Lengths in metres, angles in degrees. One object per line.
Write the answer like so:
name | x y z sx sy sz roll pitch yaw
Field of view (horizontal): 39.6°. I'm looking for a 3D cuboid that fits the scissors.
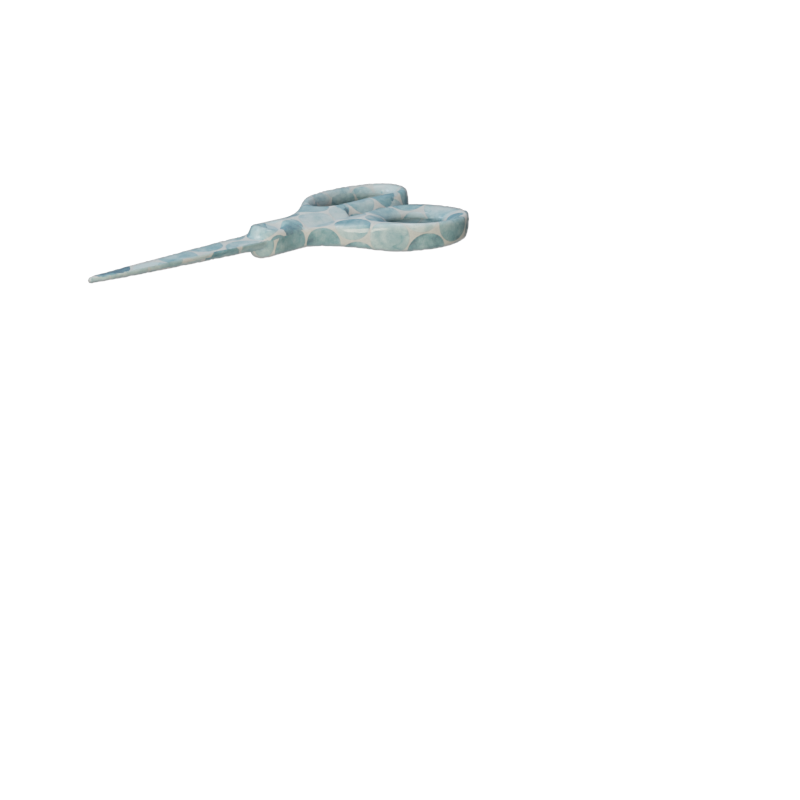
scissors | -0.041 -0.074 0.520 0.101 0.015 0.202 13 27 27
